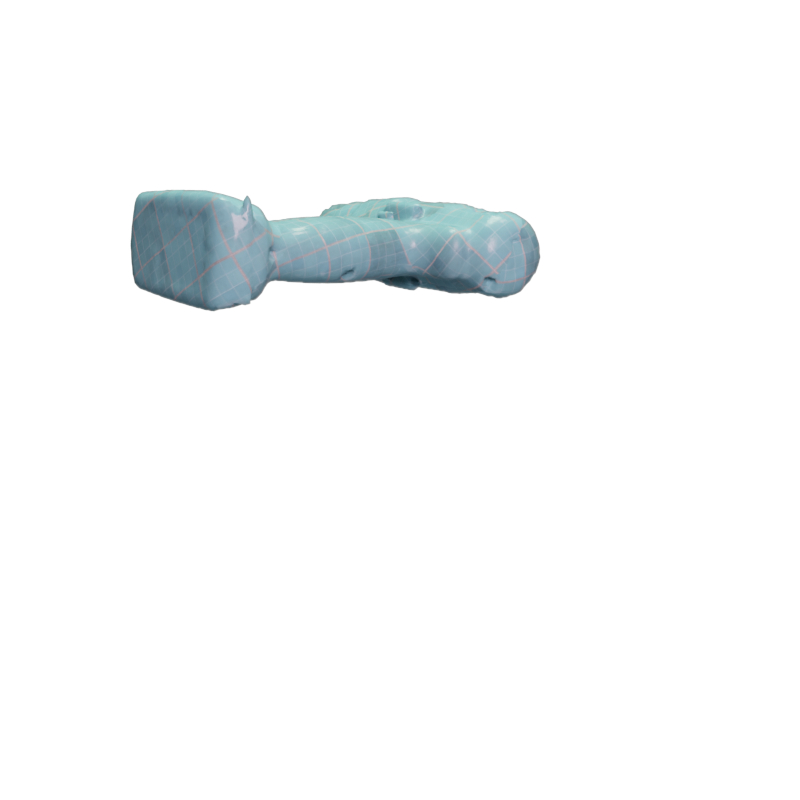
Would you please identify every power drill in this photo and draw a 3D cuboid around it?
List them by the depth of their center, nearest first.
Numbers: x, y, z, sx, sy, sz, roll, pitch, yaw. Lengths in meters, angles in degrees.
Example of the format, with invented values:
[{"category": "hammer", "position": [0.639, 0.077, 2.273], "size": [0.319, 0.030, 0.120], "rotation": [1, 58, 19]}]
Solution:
[{"category": "power drill", "position": [-0.048, -0.087, 0.609], "size": [0.182, 0.056, 0.193], "rotation": [-7, 12, -34]}]
